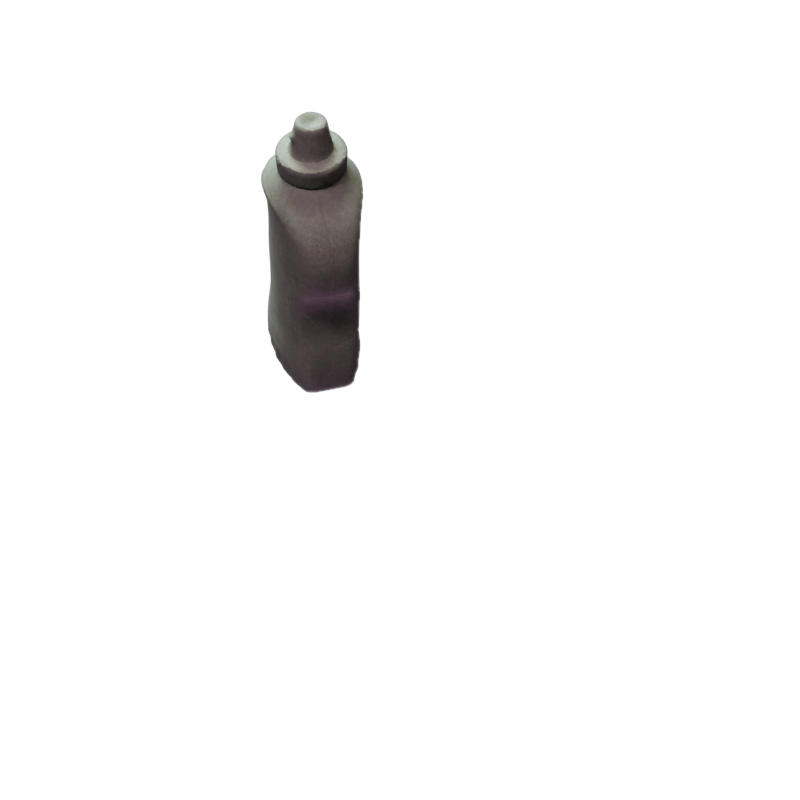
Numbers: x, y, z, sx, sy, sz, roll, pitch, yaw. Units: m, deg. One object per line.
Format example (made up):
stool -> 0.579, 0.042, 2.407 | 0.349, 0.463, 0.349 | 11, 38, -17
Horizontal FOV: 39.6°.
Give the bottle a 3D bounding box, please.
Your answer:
bottle -> -0.053, -0.097, 0.677 | 0.058, 0.104, 0.179 | -9, -38, -11
